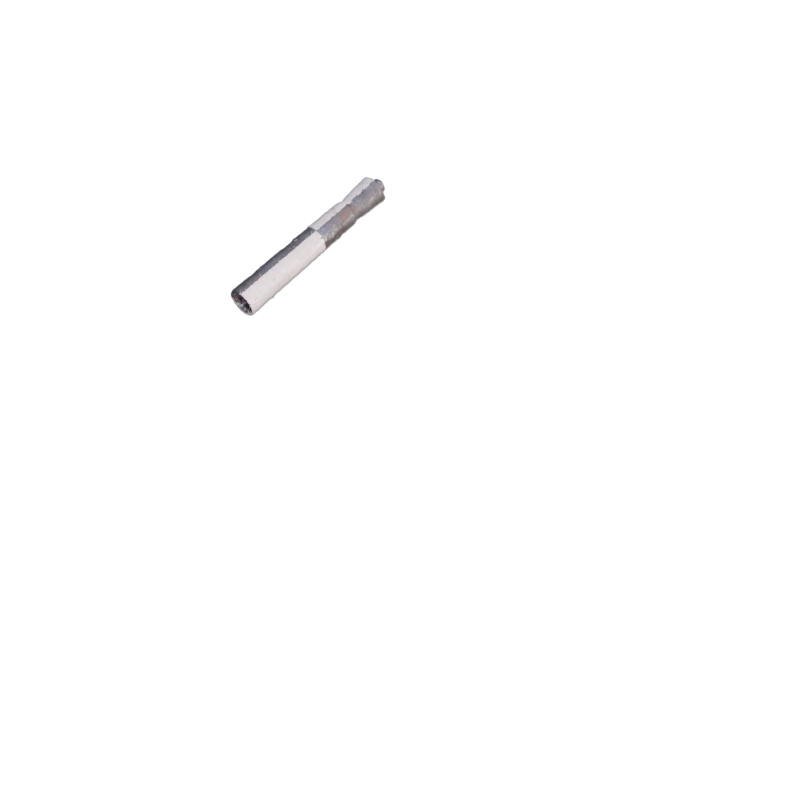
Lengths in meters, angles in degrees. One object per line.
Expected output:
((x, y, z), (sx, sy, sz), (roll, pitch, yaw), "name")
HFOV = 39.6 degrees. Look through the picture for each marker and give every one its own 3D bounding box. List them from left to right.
((-0.052, -0.095, 0.664), (0.123, 0.019, 0.020), (-45, 26, -25), "marker")
